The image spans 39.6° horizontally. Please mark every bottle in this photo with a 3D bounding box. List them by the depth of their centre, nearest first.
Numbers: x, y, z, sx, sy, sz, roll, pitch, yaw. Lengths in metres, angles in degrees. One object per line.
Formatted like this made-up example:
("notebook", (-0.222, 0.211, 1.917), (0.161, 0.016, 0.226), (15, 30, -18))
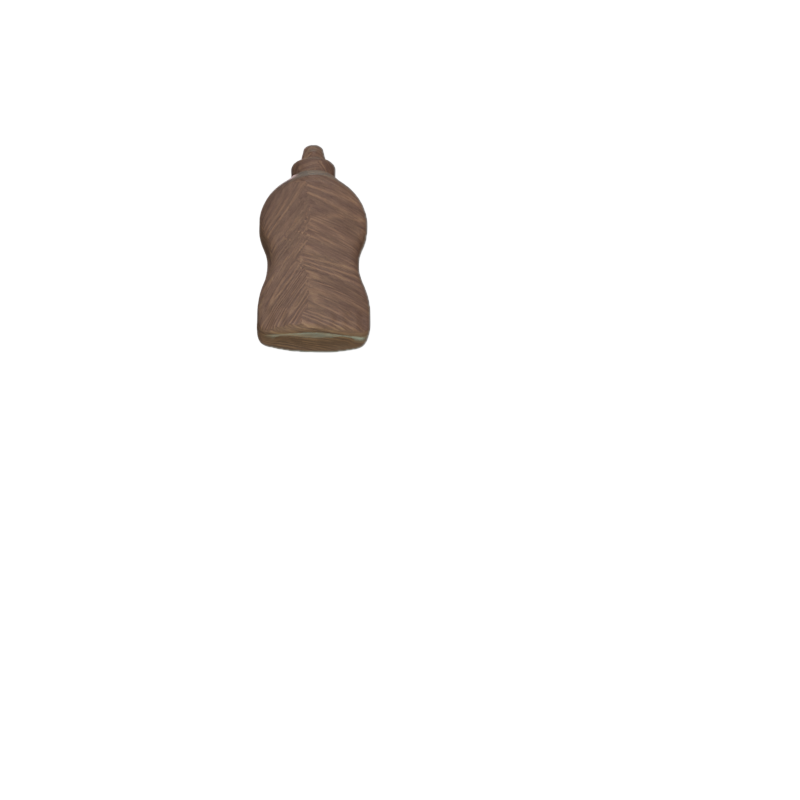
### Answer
("bottle", (-0.076, -0.140, 0.978), (0.096, 0.203, 0.055), (0, -26, -4))
